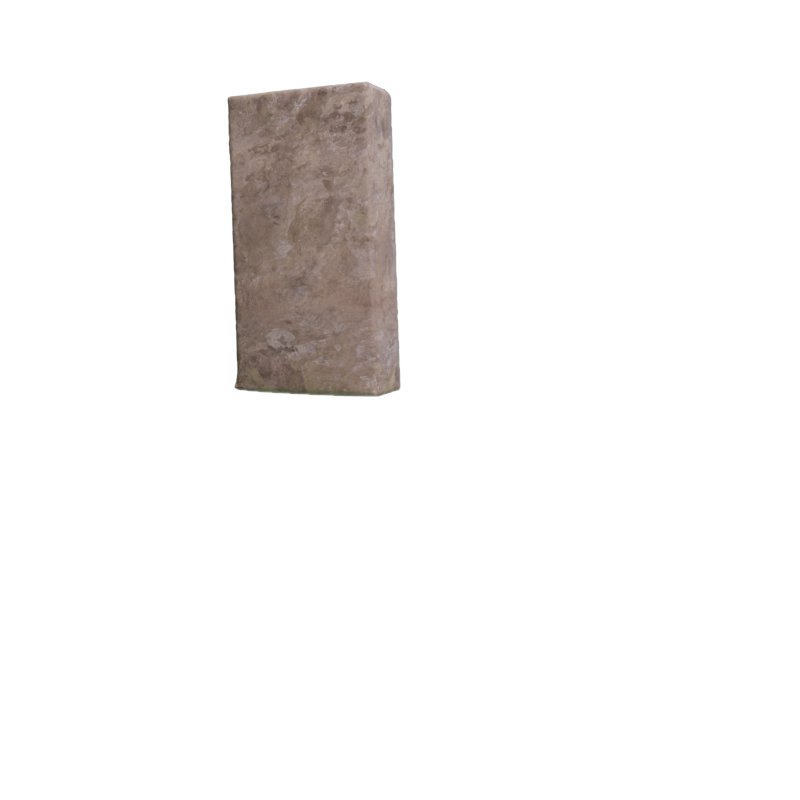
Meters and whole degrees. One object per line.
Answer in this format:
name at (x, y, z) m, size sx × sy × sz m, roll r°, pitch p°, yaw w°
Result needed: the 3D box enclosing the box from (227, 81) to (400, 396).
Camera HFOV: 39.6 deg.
box at (-0.051, -0.093, 0.649) m, size 0.096 × 0.178 × 0.046 m, roll -1°, pitch -3°, yaw 24°
